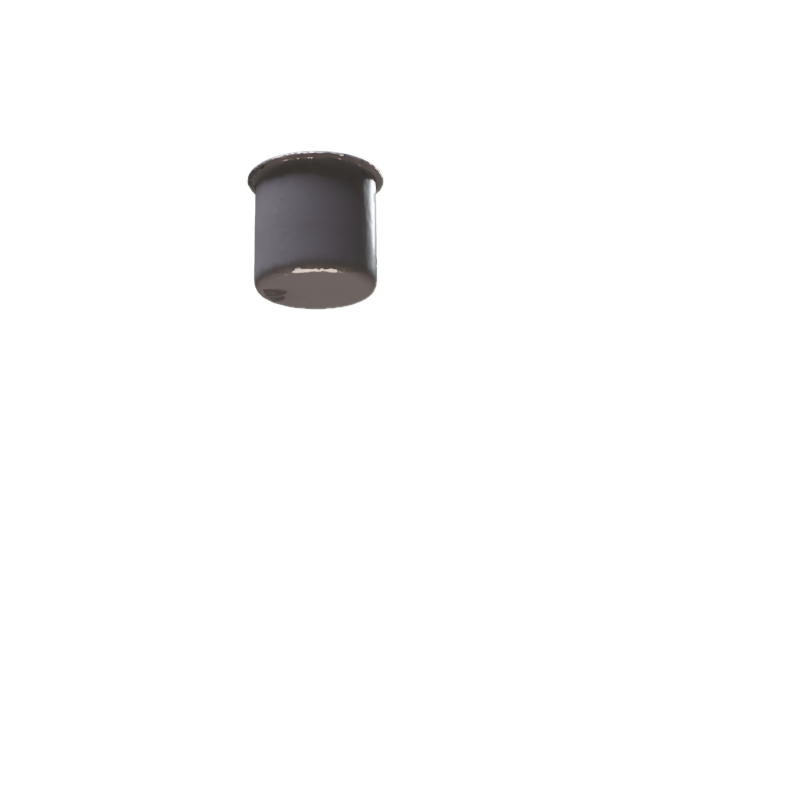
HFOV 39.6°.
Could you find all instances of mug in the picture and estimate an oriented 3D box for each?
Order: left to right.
[{"bbox_3d":[-0.059,-0.108,0.755,0.092,0.085,0.113,2,-17,-10],"label":"mug"}]
